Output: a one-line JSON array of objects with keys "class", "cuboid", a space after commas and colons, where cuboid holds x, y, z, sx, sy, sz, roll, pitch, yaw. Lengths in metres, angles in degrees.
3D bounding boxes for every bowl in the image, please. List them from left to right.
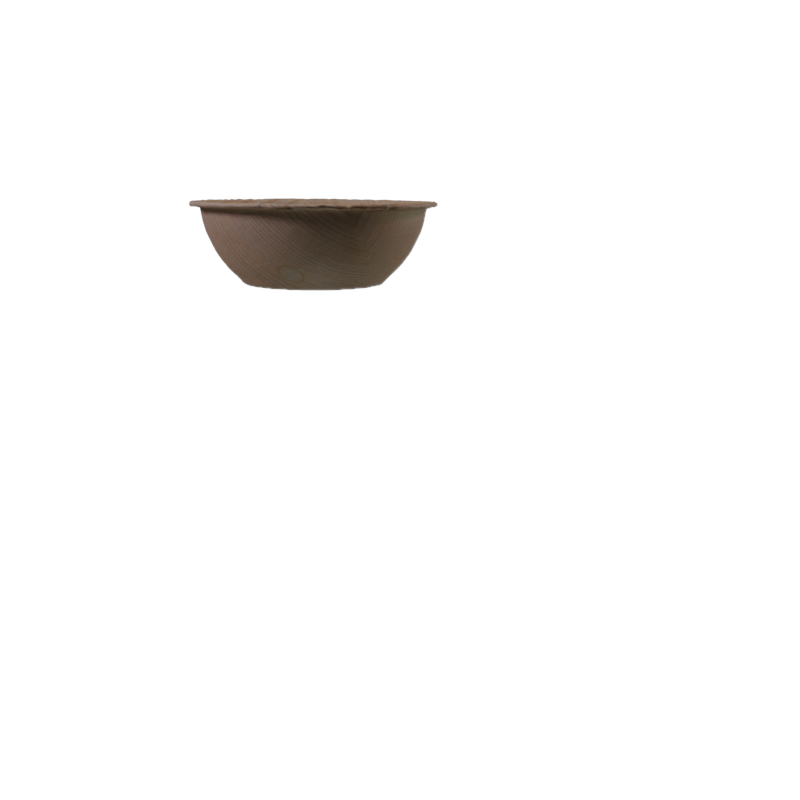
[{"class": "bowl", "cuboid": [-0.057, -0.104, 0.725, 0.162, 0.054, 0.165, 0, 11, -2]}]
